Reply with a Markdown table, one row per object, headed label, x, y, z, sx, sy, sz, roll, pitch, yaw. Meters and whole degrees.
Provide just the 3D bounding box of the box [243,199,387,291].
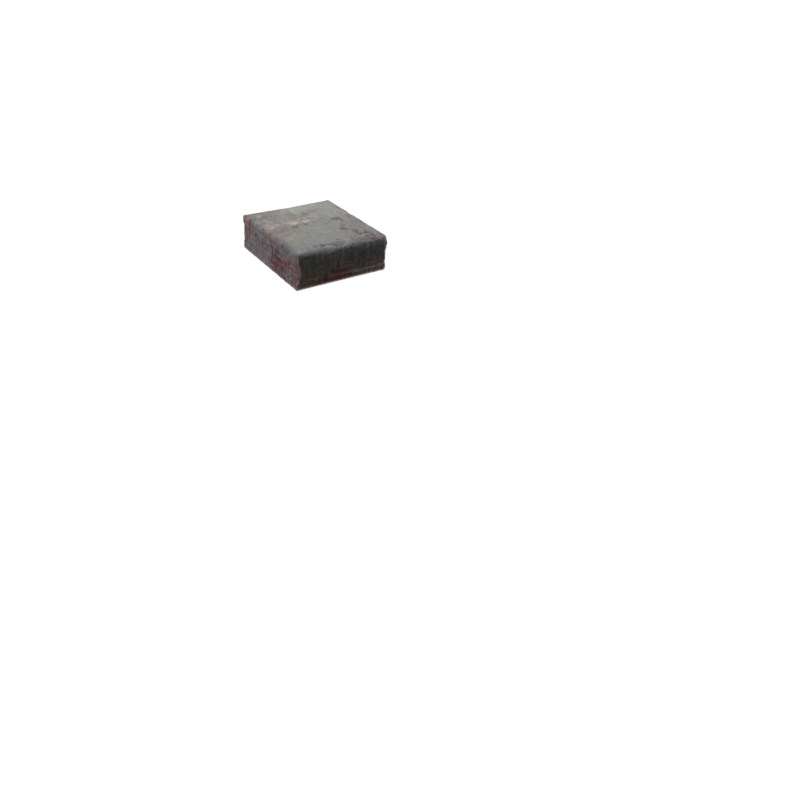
| label | x | y | z | sx | sy | sz | roll | pitch | yaw |
| --- | --- | --- | --- | --- | --- | --- | --- | --- | --- |
| box | -0.063 | -0.115 | 0.804 | 0.072 | 0.029 | 0.096 | -15 | 32 | -26 |
